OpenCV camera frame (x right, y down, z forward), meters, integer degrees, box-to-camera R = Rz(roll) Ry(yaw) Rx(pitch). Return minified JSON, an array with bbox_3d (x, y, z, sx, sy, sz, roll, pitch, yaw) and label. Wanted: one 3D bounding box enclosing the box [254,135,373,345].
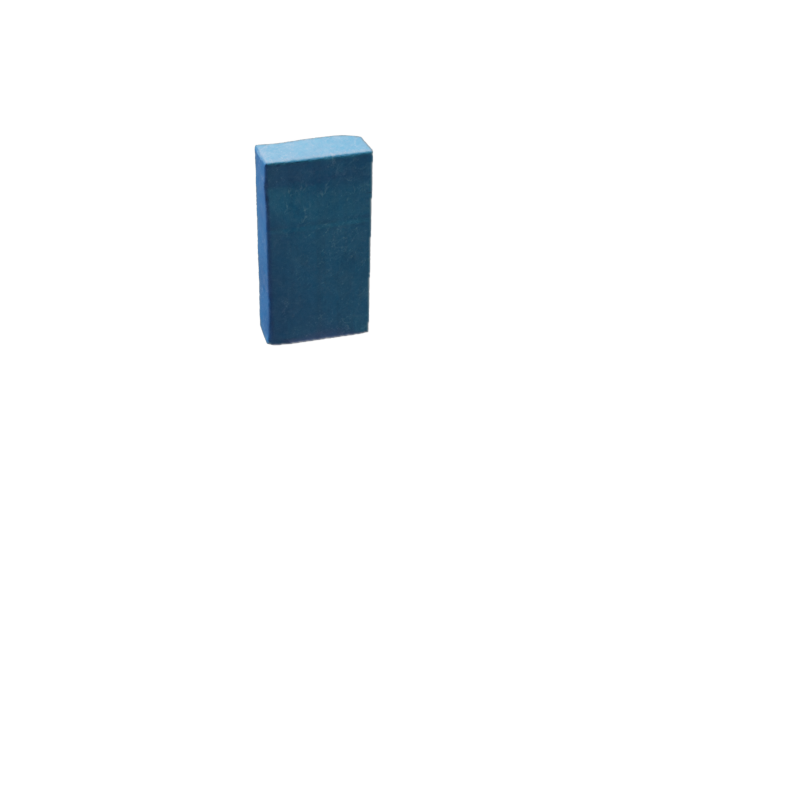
[{"bbox_3d":[-0.073,-0.134,0.939,0.092,0.166,0.052,-7,29,-16],"label":"box"}]
